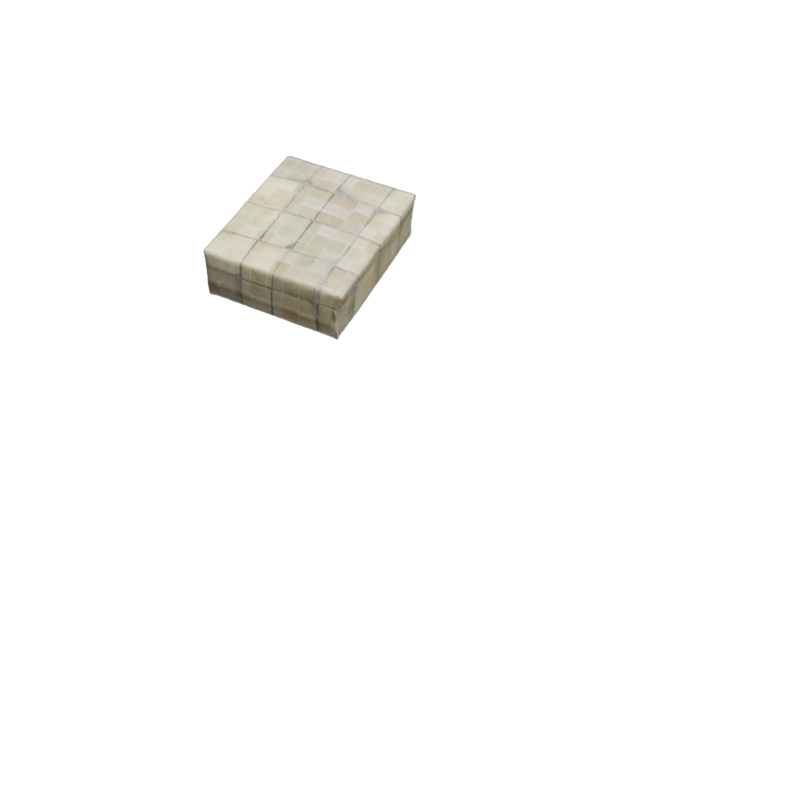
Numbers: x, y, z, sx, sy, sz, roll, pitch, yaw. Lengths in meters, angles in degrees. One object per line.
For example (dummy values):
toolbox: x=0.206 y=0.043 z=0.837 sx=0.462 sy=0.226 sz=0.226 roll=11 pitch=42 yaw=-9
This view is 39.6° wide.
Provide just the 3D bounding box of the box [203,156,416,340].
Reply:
box: x=-0.053 y=-0.096 z=0.672 sx=0.093 sy=0.036 sz=0.118 roll=17 pitch=47 yaw=16
